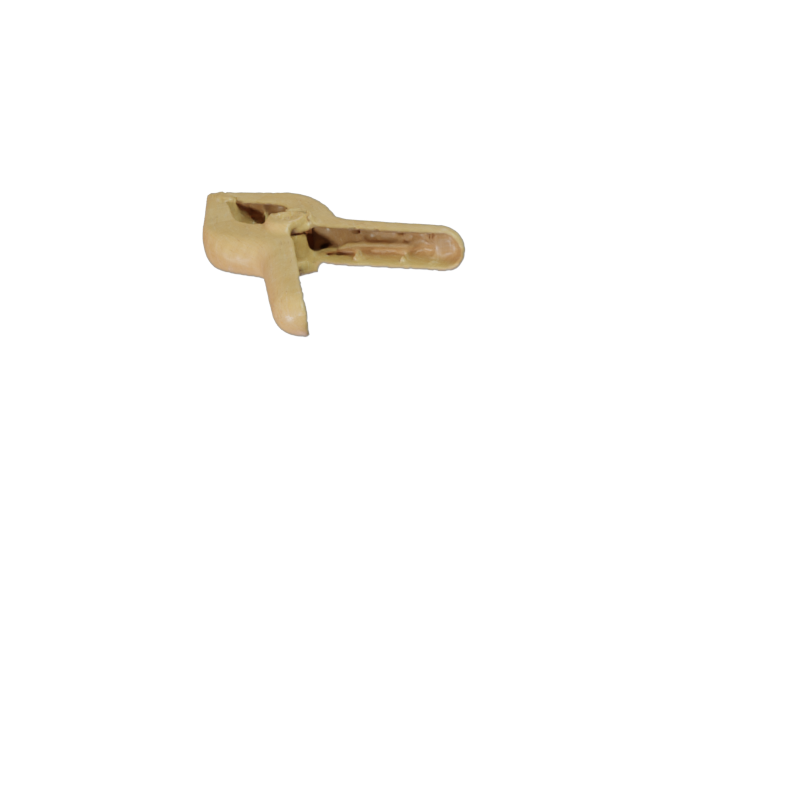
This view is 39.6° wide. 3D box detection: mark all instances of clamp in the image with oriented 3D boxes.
[{"bbox_3d":[-0.049,-0.090,0.632,0.118,0.037,0.184,-16,32,-27],"label":"clamp"}]
